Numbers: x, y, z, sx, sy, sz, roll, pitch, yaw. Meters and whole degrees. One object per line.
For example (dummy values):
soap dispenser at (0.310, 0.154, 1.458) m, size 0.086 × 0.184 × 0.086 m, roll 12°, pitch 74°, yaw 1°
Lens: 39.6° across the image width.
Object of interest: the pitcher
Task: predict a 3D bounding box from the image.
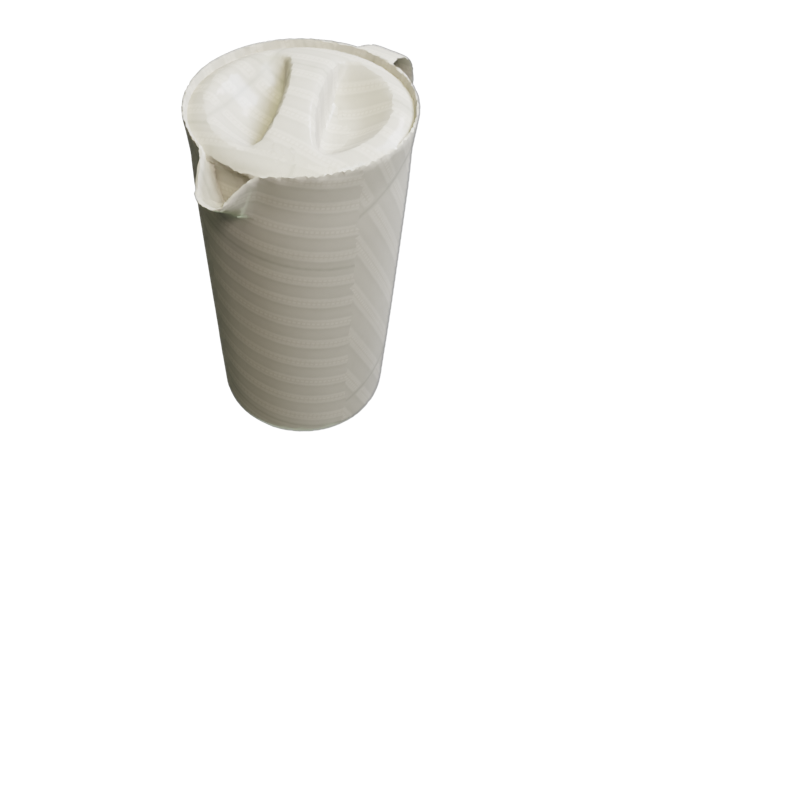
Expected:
pitcher at (-0.055, -0.100, 0.701) m, size 0.148 × 0.157 × 0.226 m, roll -7°, pitch -42°, yaw -9°
